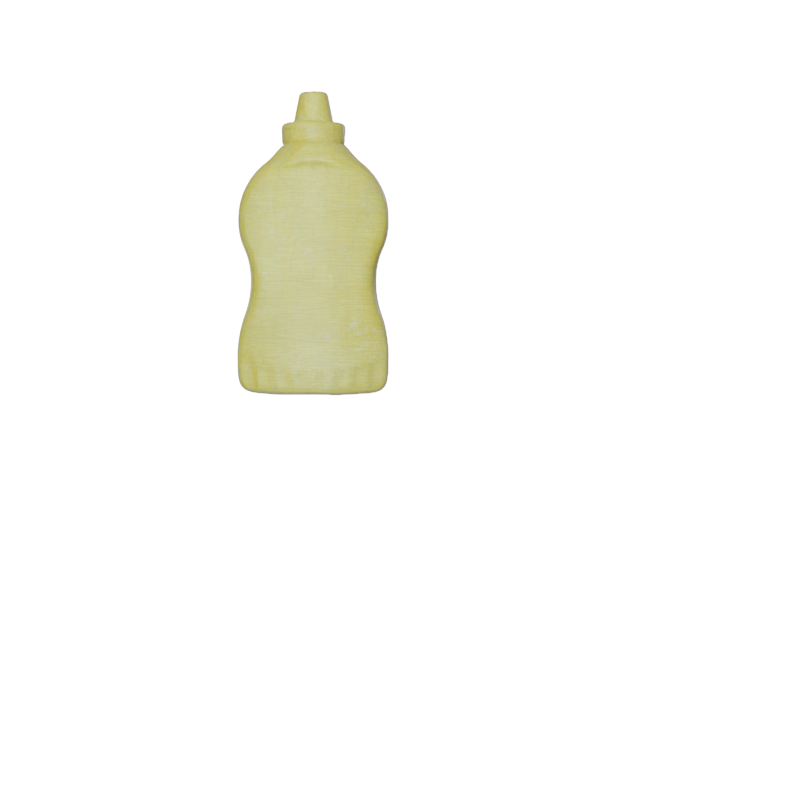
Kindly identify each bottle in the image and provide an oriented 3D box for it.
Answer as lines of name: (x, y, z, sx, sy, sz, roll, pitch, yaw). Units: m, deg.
bottle: (-0.056, -0.102, 0.713, 0.096, 0.192, 0.058, 0, 0, 2)
